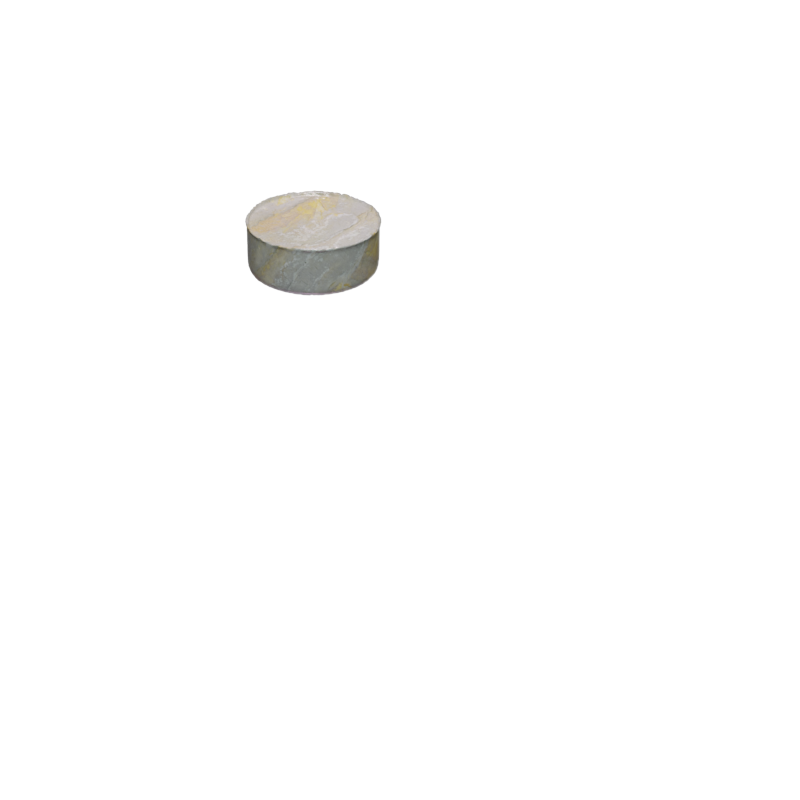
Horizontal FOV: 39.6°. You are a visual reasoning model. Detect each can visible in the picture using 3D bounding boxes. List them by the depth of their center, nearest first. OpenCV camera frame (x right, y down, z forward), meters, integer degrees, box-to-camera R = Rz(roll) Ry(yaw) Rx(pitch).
[{"bbox_3d":[-0.055,-0.101,0.707,0.086,0.032,0.091,-1,32,-2],"label":"can"}]
